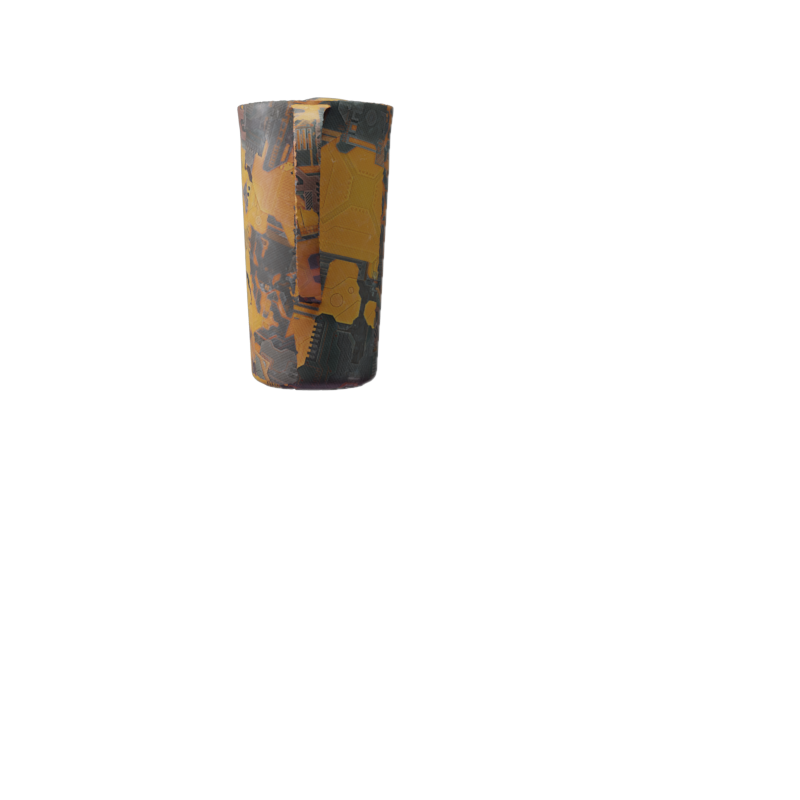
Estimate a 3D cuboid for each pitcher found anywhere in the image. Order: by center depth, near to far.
[{"bbox_3d":[-0.073,-0.134,0.936,0.151,0.242,0.144,3,4,44],"label":"pitcher"}]
